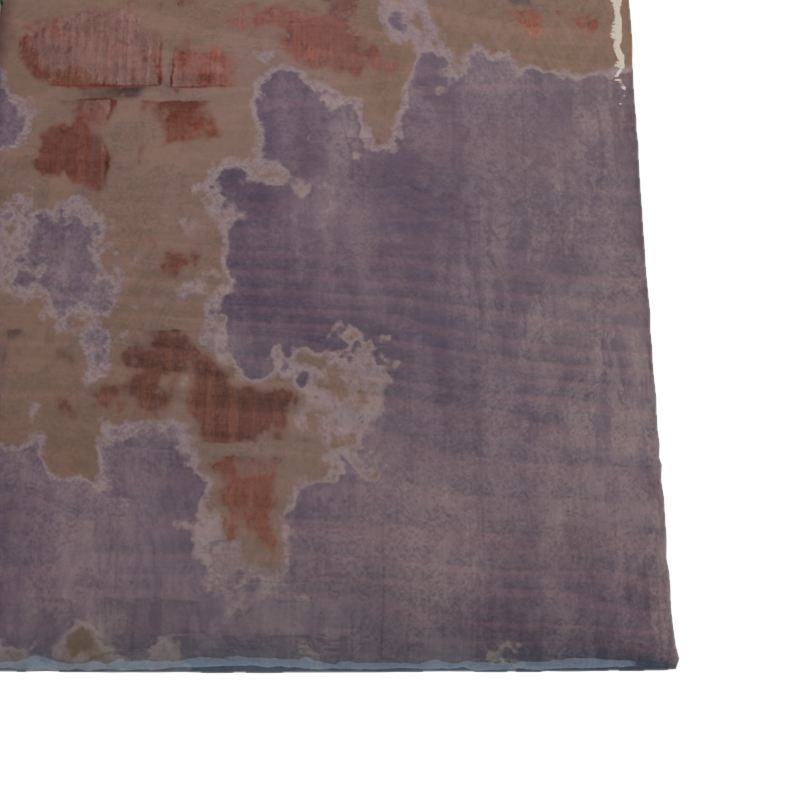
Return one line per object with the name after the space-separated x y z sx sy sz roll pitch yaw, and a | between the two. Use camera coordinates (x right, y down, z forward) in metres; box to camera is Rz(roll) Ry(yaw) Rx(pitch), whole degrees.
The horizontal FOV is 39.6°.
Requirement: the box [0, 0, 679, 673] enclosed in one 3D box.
-0.023 -0.043 0.298 0.163 0.221 0.070 0 -14 -5 | box
